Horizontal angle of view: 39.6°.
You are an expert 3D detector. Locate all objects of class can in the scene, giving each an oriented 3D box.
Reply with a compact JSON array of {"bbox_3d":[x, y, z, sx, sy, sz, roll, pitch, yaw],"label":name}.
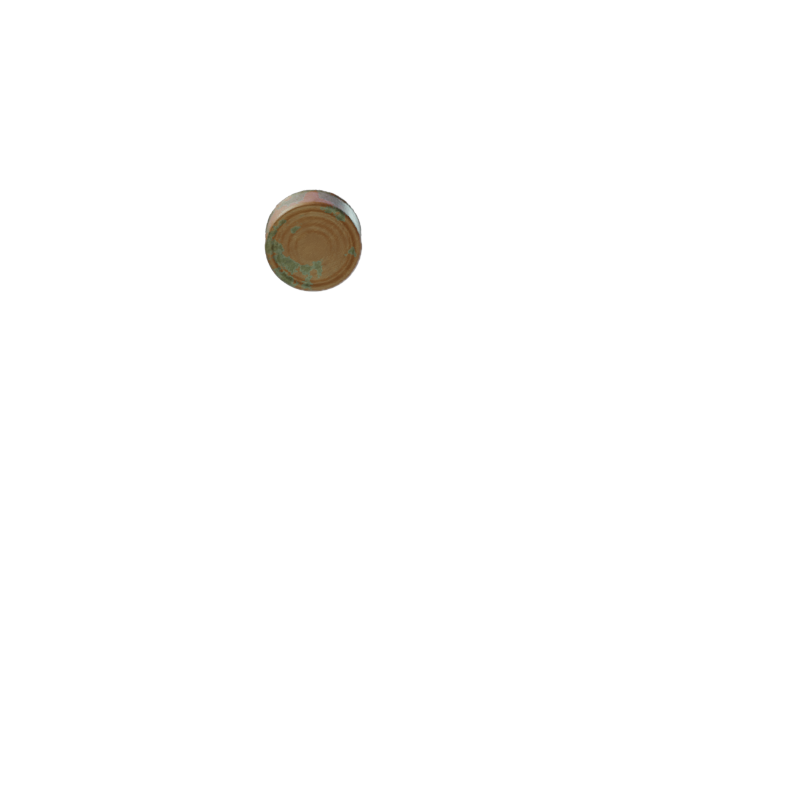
[{"bbox_3d":[-0.076,-0.139,0.971,0.086,0.081,0.035,1,25,-1],"label":"can"}]
